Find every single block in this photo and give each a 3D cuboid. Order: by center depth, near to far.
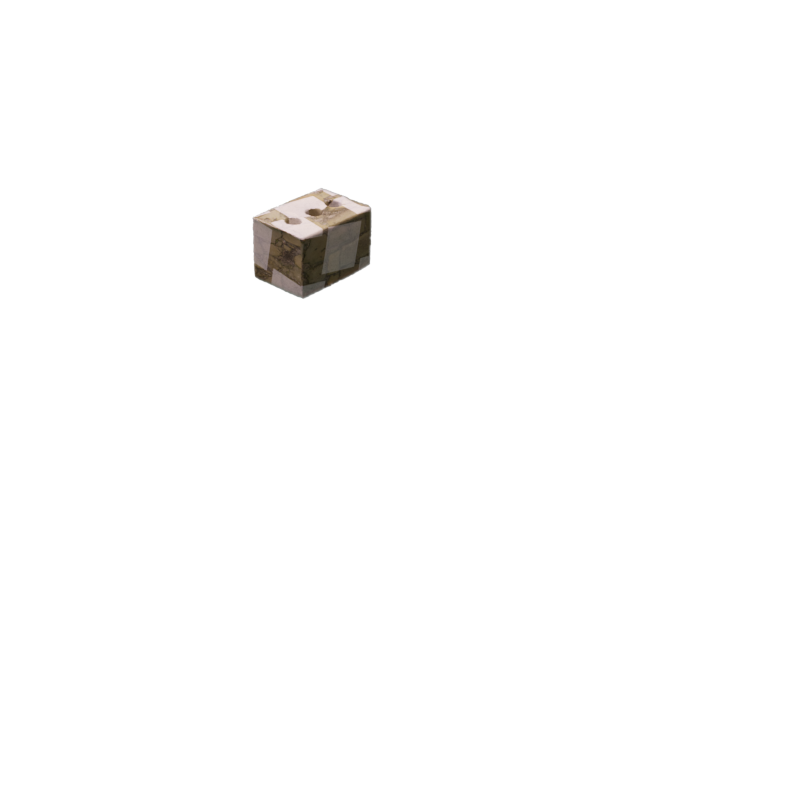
[{"bbox_3d":[-0.065,-0.119,0.831,0.056,0.048,0.078,24,38,33],"label":"block"}]
